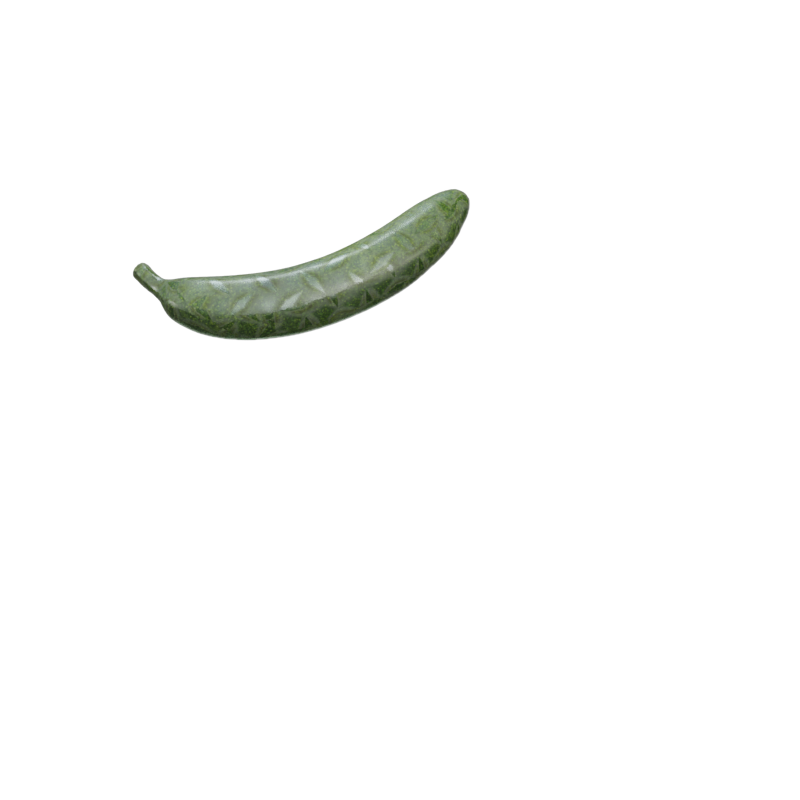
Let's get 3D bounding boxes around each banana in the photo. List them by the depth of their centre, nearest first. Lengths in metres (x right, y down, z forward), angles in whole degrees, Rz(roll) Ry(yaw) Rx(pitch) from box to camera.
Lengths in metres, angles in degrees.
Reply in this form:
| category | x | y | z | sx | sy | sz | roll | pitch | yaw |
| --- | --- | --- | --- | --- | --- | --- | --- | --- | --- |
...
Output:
| category | x | y | z | sx | sy | sz | roll | pitch | yaw |
| --- | --- | --- | --- | --- | --- | --- | --- | --- | --- |
| banana | -0.048 | -0.072 | 0.616 | 0.196 | 0.074 | 0.035 | -13 | -27 | -7 |
